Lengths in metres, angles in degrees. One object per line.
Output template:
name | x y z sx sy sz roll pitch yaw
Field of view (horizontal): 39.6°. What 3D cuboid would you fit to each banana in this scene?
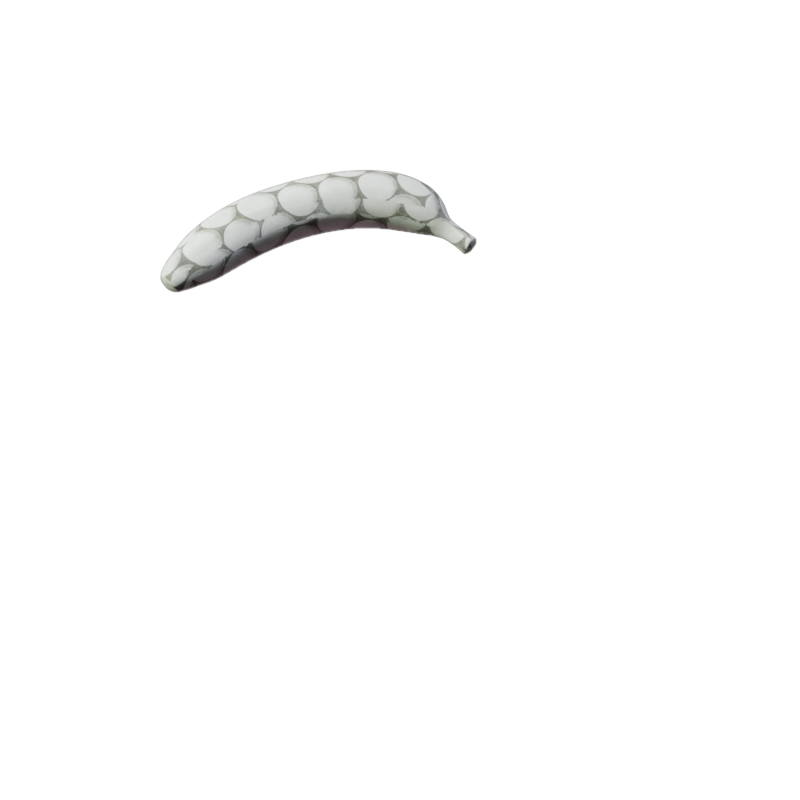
banana | -0.055 -0.111 0.693 0.196 0.034 0.075 -10 45 -11
